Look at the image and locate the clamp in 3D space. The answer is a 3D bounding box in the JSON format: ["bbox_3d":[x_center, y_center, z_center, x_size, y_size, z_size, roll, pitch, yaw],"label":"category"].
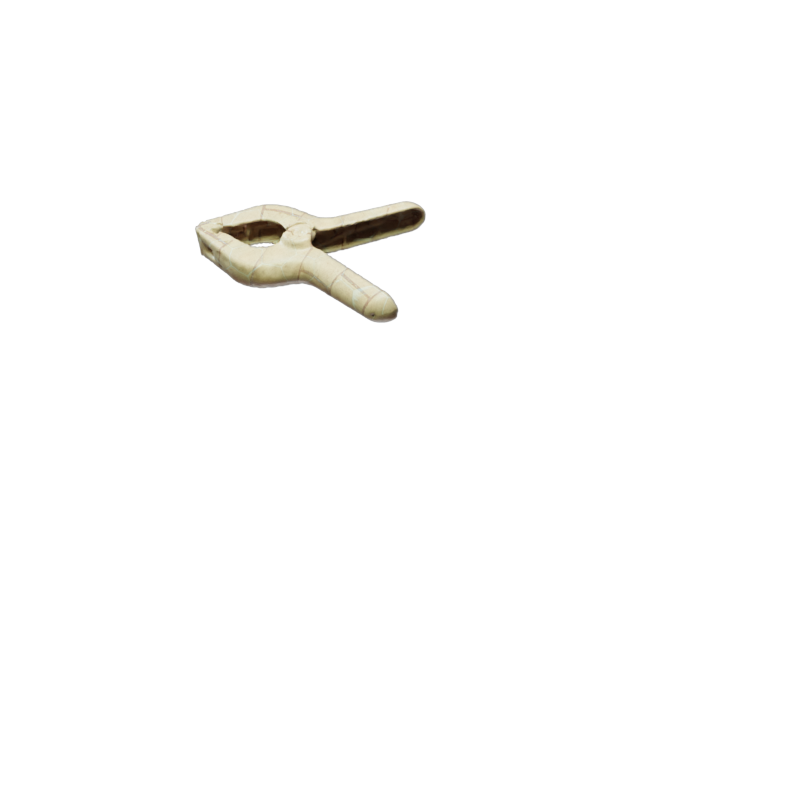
[{"bbox_3d":[-0.065,-0.119,0.831,0.177,0.037,0.125,15,43,17],"label":"clamp"}]
